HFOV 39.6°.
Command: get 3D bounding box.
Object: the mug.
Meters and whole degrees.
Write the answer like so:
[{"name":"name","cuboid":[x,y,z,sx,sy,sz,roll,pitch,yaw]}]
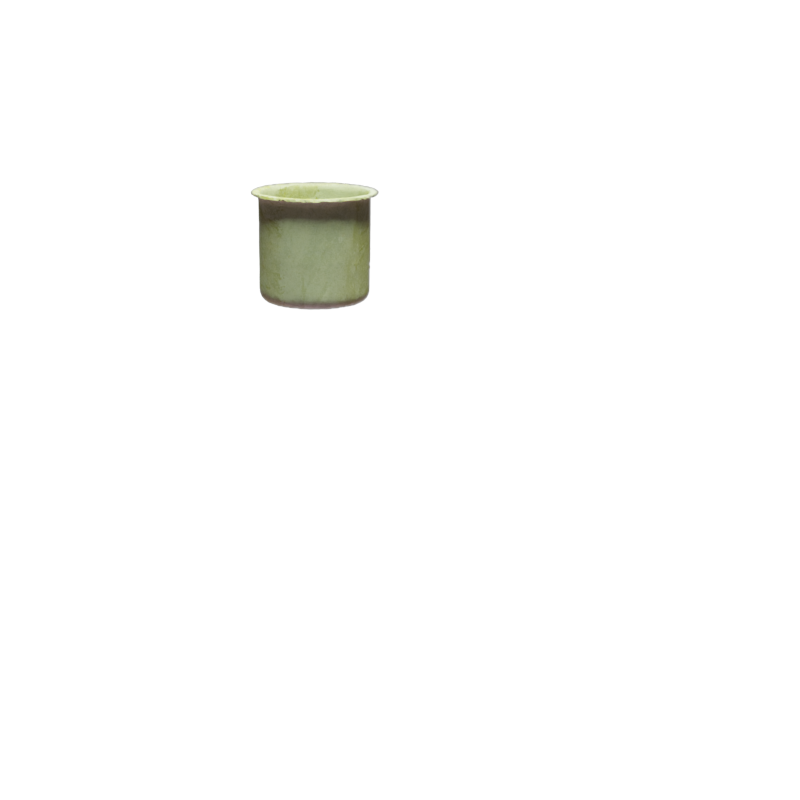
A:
[{"name":"mug","cuboid":[-0.065,-0.118,0.828,0.092,0.079,0.122,-2,16,-7]}]
